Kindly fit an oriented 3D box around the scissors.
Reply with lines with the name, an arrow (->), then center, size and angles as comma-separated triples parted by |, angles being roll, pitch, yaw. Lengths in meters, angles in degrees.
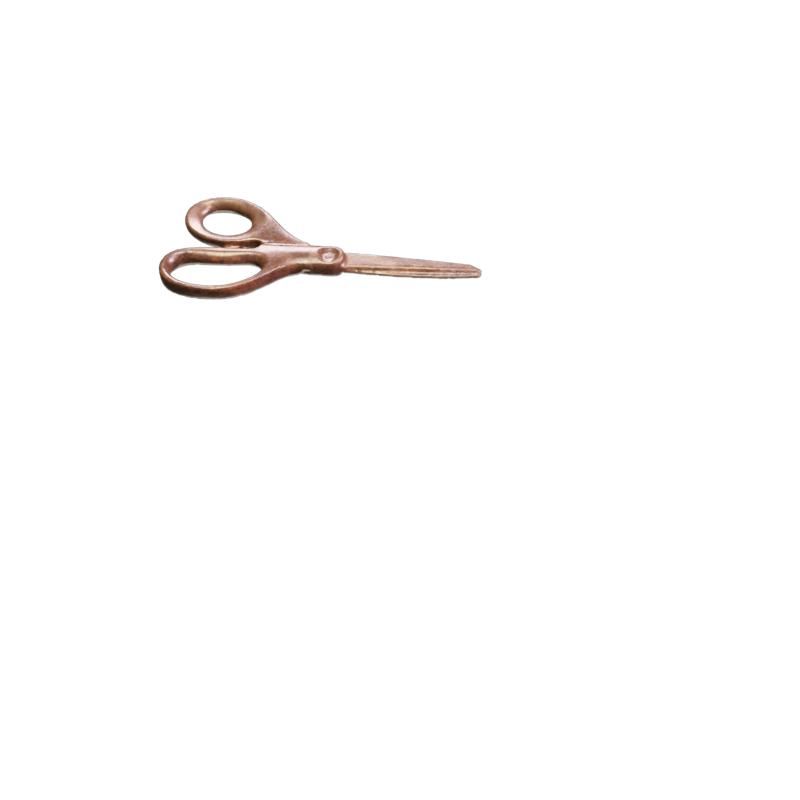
scissors -> -0.057, -0.103, 0.724 | 0.200, 0.104, 0.015 | -7, -42, -7
